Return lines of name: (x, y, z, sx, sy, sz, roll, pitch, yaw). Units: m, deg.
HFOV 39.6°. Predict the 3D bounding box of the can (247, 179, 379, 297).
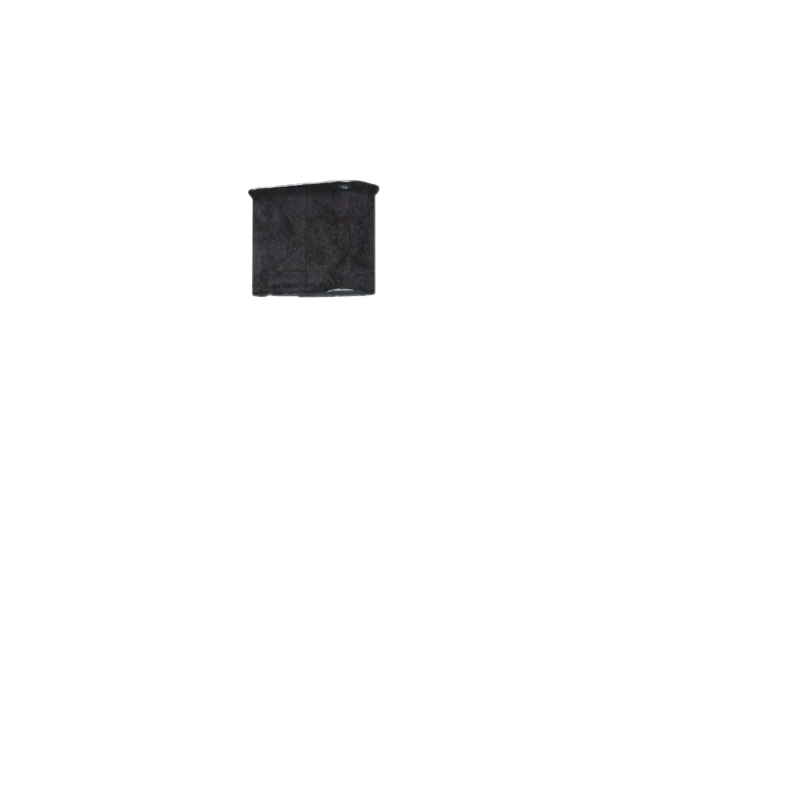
can: (-0.067, -0.122, 0.856, 0.105, 0.085, 0.055, -1, -3, 29)
